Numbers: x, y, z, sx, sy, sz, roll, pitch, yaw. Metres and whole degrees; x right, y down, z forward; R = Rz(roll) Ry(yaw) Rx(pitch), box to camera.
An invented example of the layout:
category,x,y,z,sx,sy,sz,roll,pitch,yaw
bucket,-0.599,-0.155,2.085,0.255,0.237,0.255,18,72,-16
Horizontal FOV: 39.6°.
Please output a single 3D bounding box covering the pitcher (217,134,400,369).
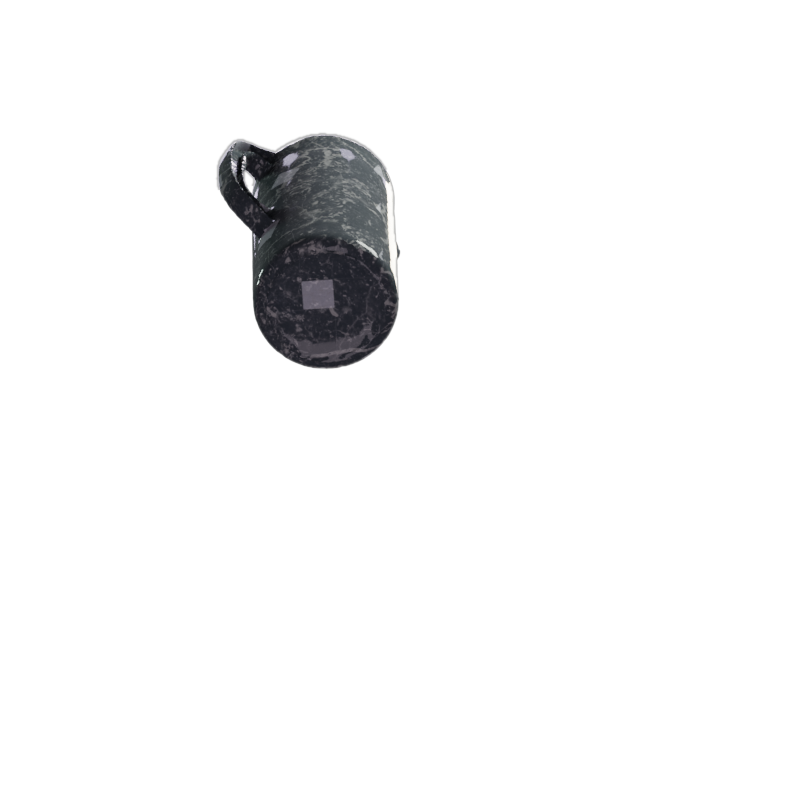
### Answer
category,x,y,z,sx,sy,sz,roll,pitch,yaw
pitcher,-0.072,-0.131,0.917,0.149,0.137,0.256,-7,26,0
